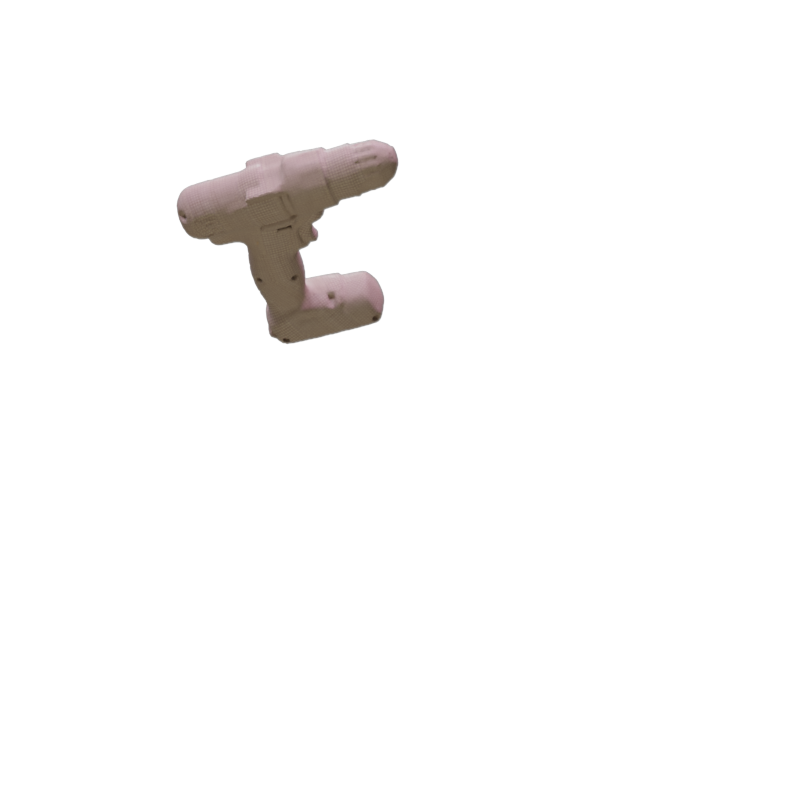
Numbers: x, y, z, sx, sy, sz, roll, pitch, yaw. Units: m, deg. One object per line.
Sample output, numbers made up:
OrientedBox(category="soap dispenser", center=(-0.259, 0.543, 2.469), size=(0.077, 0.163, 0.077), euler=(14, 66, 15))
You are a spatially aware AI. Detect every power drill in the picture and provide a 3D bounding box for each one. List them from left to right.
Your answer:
OrientedBox(category="power drill", center=(-0.074, -0.134, 0.940), size=(0.186, 0.062, 0.173), euler=(-11, -42, 12))
